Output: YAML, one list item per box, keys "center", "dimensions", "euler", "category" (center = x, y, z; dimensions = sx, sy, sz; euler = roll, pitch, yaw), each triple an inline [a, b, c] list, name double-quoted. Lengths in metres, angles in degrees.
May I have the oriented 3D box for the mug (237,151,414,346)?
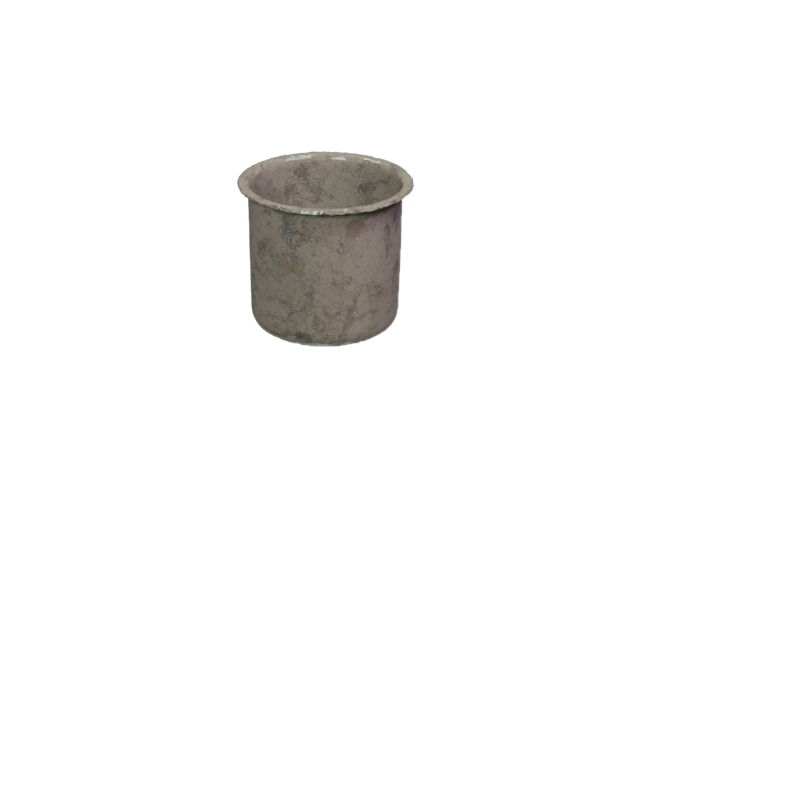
- center: [-0.048, -0.087, 0.609]
  dimensions: [0.092, 0.077, 0.126]
  euler: [-17, 33, -30]
  category: "mug"
